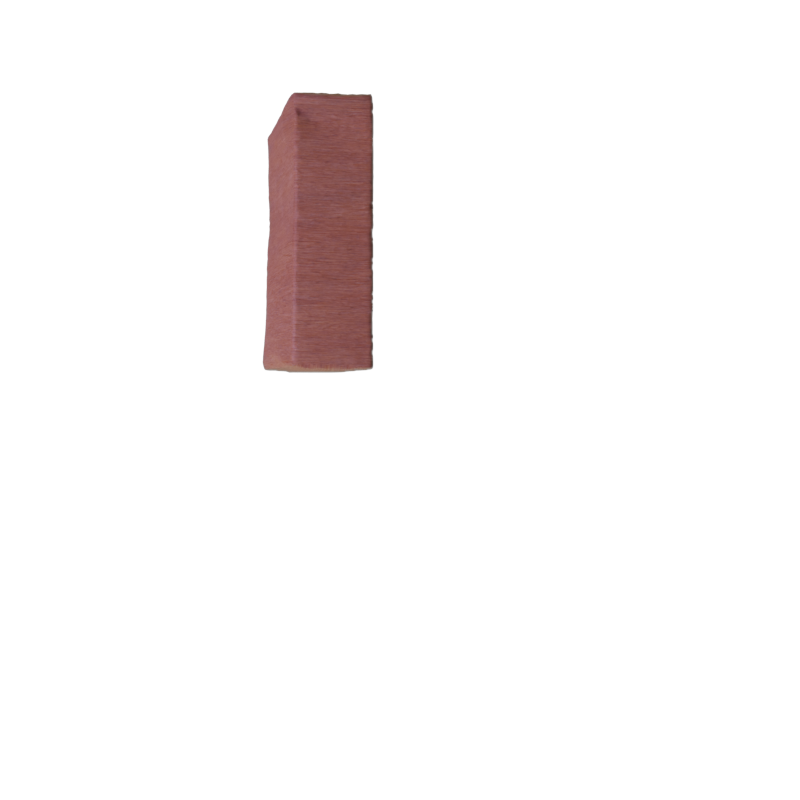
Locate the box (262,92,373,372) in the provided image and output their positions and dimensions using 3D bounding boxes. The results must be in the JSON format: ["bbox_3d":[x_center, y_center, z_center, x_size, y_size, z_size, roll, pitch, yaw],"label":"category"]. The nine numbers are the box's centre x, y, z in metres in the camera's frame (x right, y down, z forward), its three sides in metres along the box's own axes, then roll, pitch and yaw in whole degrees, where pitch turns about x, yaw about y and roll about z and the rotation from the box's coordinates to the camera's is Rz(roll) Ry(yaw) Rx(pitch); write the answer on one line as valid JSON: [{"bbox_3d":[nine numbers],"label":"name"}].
[{"bbox_3d":[-0.071,-0.130,0.912,0.071,0.217,0.165,1,-4,-13],"label":"box"}]
